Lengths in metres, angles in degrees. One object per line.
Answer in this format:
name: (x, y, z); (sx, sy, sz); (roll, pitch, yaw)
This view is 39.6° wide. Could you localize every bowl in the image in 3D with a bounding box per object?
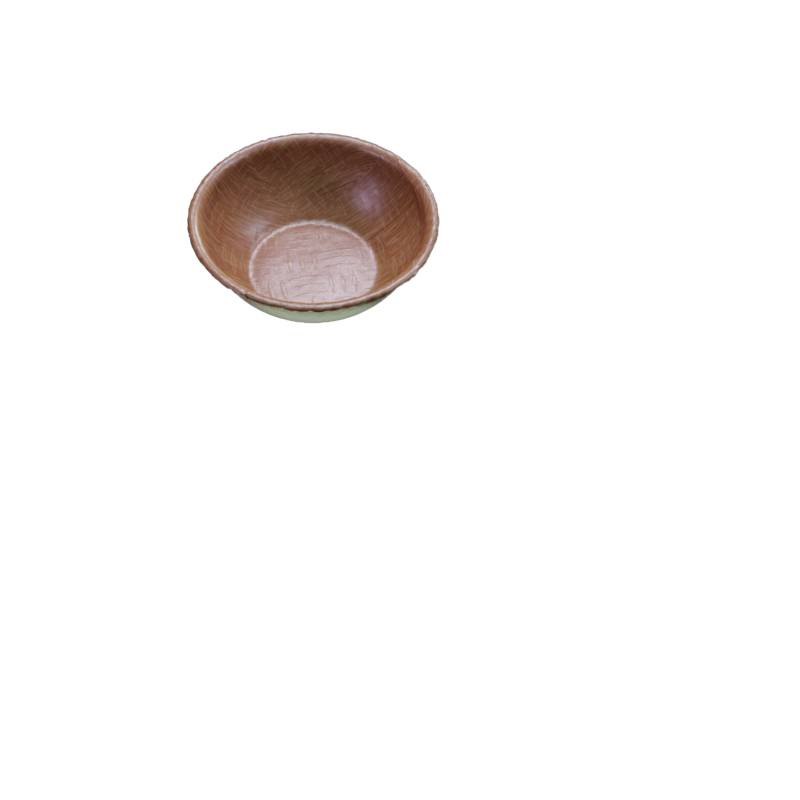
bowl: (-0.057, -0.104, 0.729); (0.162, 0.174, 0.051); (-1, -40, -1)
